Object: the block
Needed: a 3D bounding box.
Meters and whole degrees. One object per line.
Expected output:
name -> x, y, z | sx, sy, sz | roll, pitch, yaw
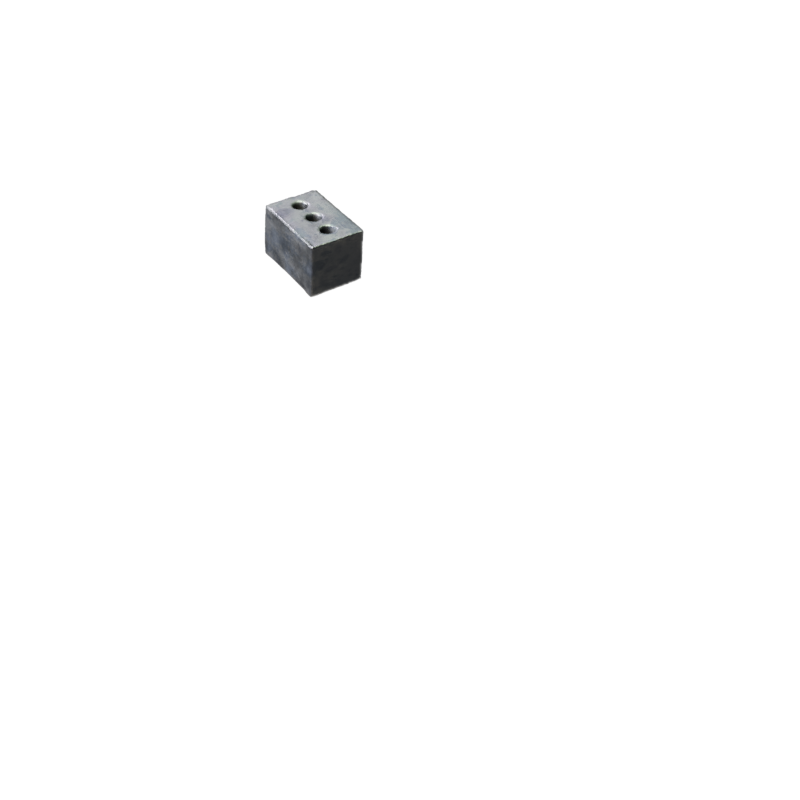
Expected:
block -> -0.073, -0.134, 0.936 | 0.052, 0.048, 0.084 | -22, 44, -27
